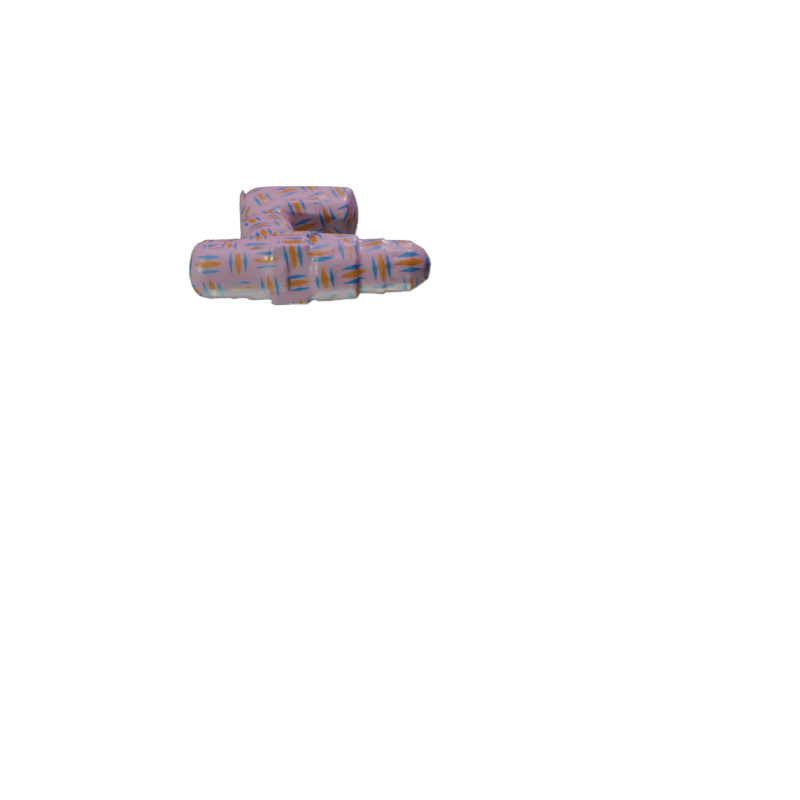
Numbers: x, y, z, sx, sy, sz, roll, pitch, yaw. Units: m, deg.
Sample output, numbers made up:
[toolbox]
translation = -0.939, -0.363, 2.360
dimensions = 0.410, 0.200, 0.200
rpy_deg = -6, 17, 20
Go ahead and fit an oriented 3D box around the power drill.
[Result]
[power drill]
translation = -0.071, -0.130, 0.913
dimensions = 0.185, 0.055, 0.195
rpy_deg = 0, 22, 0
